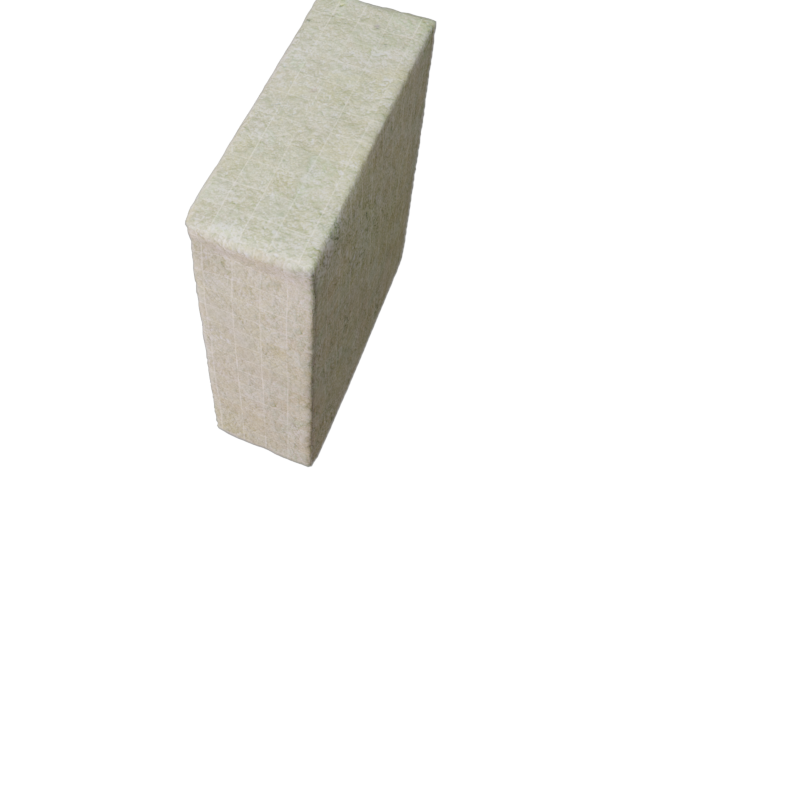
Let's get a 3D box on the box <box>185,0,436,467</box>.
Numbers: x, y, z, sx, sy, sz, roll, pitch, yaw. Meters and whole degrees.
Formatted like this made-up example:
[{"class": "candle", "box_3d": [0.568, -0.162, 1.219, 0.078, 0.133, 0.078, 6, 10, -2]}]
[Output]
[{"class": "box", "box_3d": [-0.047, -0.086, 0.602, 0.073, 0.171, 0.201, 19, -29, 6]}]
